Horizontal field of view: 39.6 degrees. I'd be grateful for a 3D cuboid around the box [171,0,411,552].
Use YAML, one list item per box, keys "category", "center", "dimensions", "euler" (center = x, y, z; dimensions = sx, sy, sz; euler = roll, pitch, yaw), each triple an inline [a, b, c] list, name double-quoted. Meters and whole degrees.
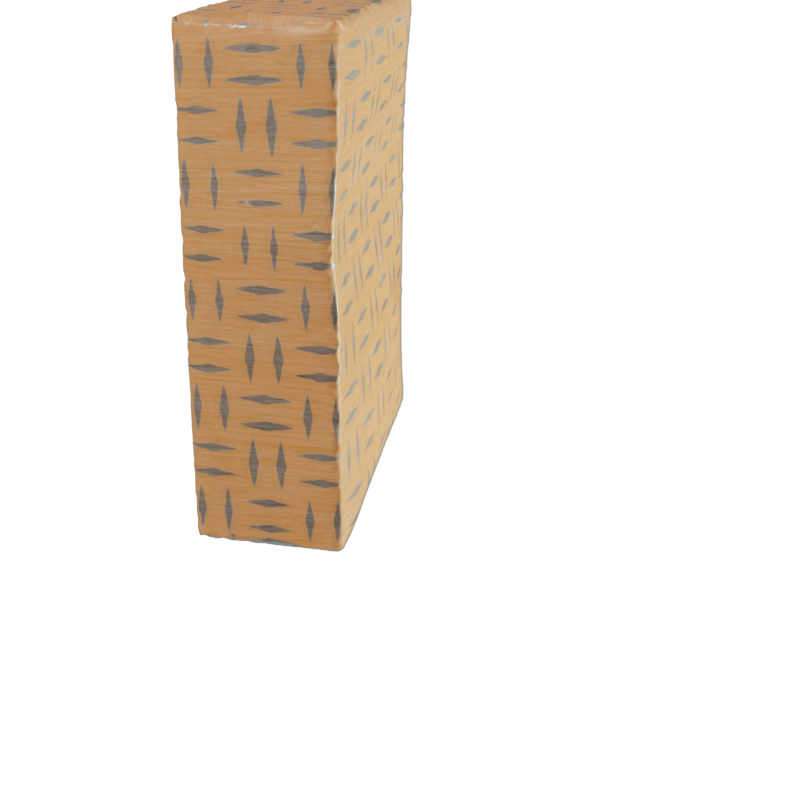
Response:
- category: "box"
  center: [-0.039, -0.071, 0.494]
  dimensions: [0.073, 0.205, 0.169]
  euler: [4, 20, 8]
